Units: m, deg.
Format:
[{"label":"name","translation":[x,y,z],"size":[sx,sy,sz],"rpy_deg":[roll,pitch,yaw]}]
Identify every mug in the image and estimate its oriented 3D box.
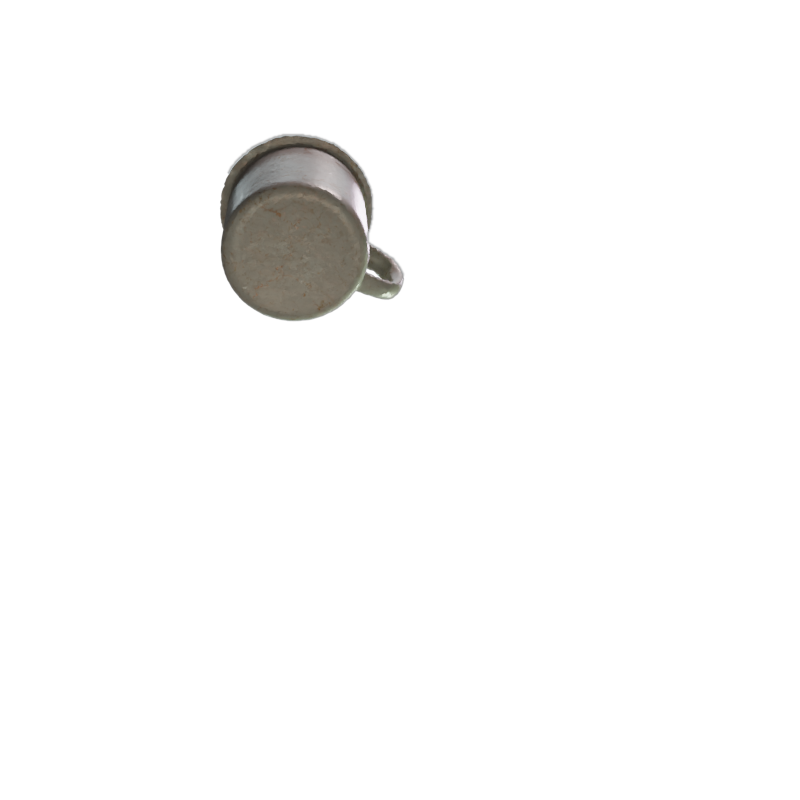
[{"label":"mug","translation":[-0.050,-0.091,0.638],"size":[0.114,0.091,0.086],"rpy_deg":[30,20,-14]}]
